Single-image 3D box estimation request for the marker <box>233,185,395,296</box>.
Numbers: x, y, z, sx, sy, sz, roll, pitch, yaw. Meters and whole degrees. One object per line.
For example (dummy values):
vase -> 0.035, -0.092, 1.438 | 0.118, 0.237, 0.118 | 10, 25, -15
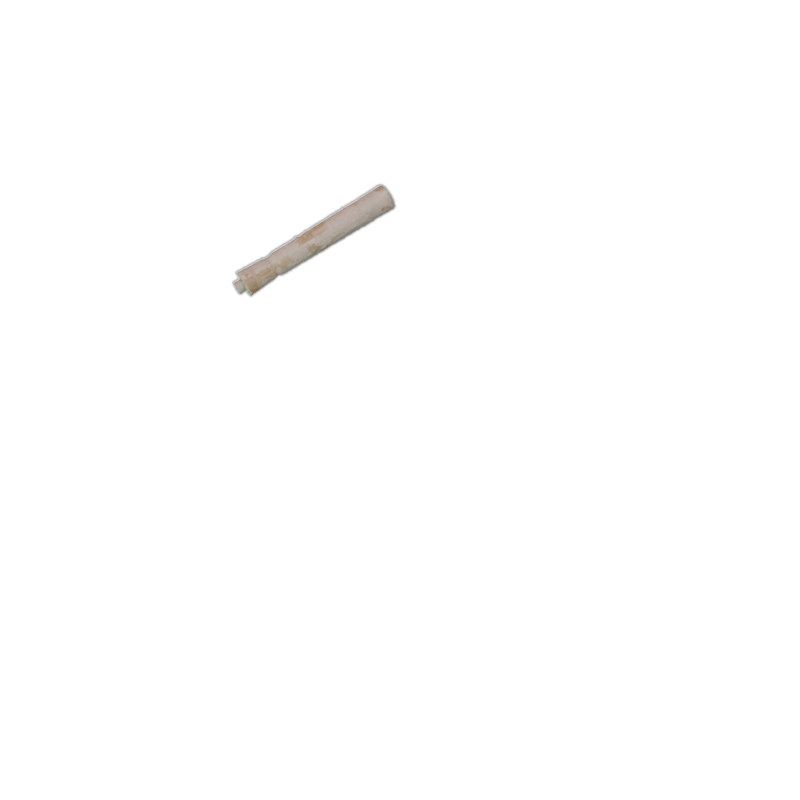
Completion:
marker -> -0.058, -0.106, 0.743 | 0.121, 0.019, 0.020 | -33, 11, -9
